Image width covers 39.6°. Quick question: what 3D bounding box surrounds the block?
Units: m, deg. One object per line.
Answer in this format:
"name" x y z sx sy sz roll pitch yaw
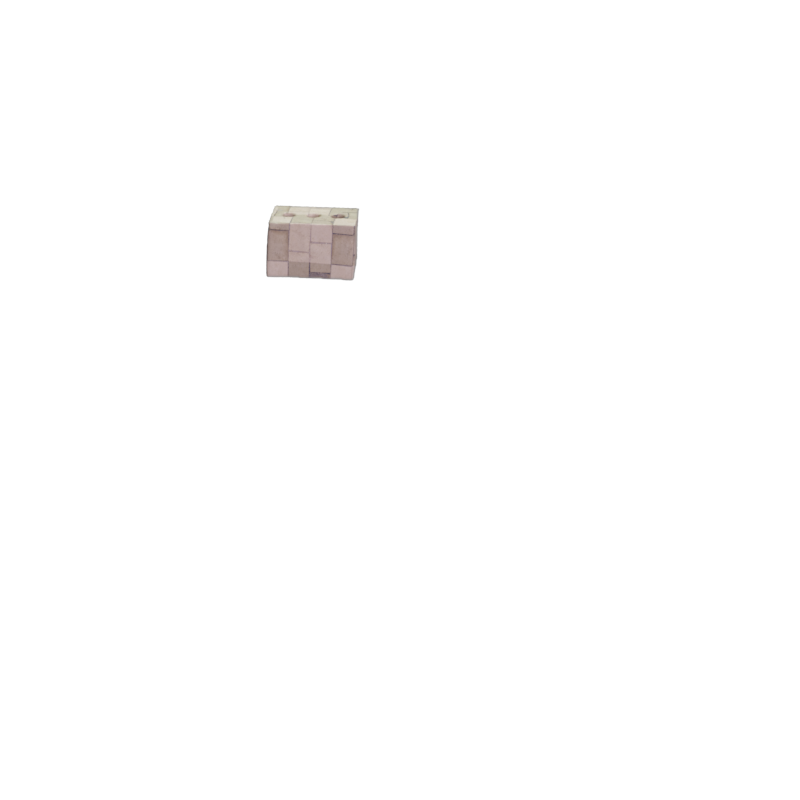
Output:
"block" -0.077 -0.140 0.979 0.078 0.049 0.055 2 24 3
